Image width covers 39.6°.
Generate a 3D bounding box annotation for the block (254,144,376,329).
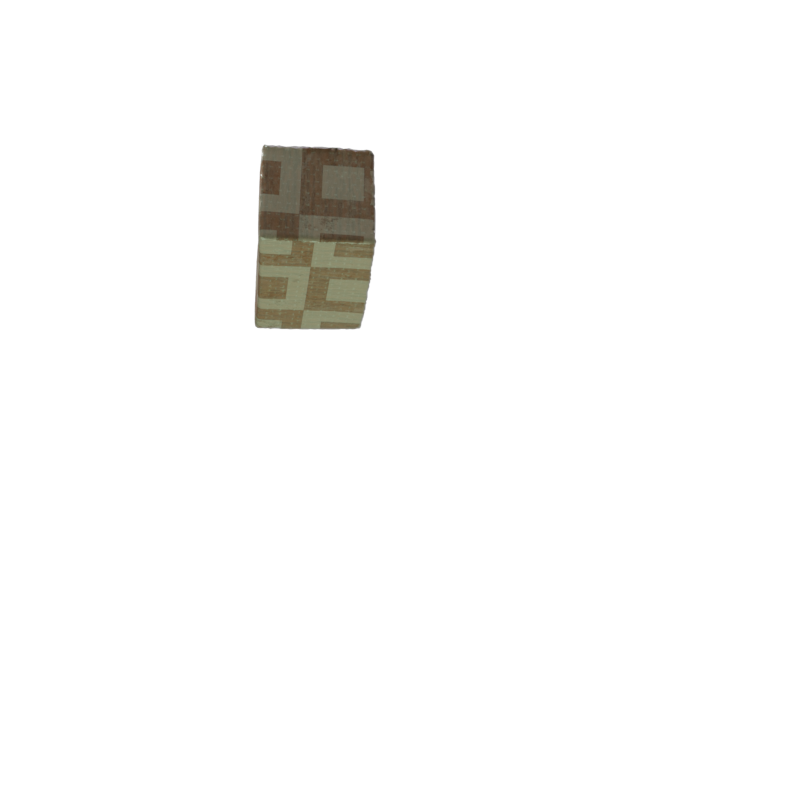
[{"bbox_3d":[-0.040,-0.074,0.516,0.052,0.055,0.074,2,-30,-6],"label":"block"}]
